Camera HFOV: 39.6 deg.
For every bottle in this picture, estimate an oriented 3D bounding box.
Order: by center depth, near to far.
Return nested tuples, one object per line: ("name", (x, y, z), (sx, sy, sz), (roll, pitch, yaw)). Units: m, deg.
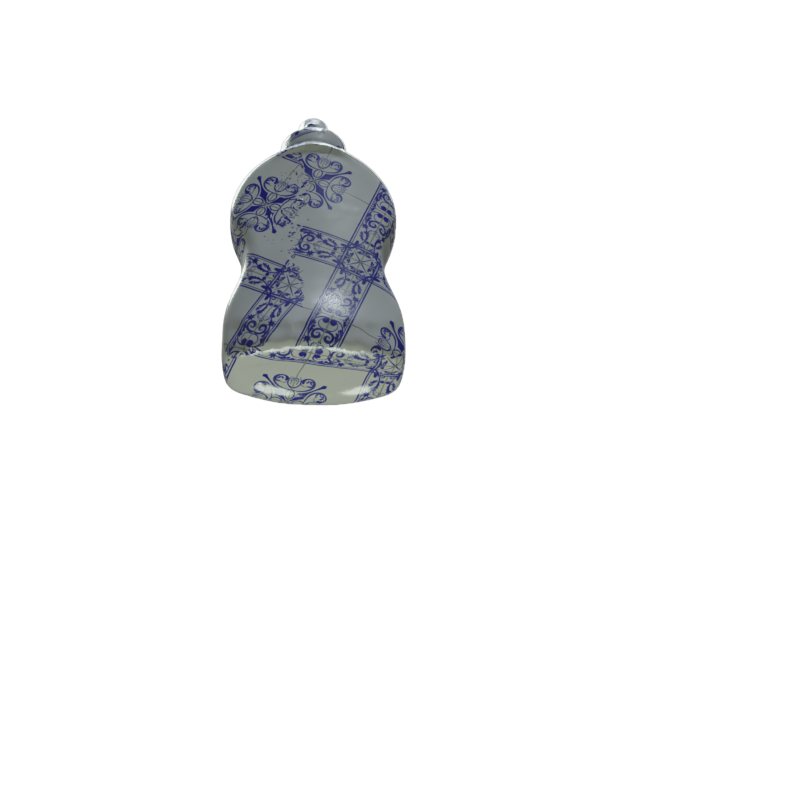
("bottle", (-0.050, -0.091, 0.635), (0.096, 0.206, 0.054), (-1, -39, -2))
